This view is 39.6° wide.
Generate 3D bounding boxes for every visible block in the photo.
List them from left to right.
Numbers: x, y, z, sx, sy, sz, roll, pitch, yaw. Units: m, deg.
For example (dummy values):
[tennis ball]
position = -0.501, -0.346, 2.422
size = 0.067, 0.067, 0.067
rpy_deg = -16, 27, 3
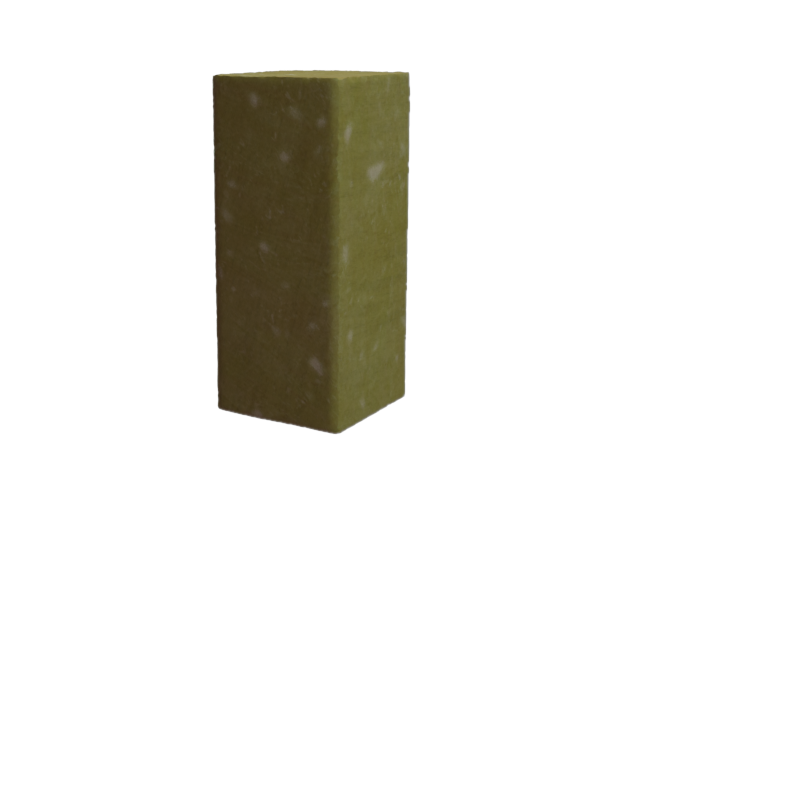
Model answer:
[block]
position = -0.053, -0.097, 0.681
size = 0.094, 0.201, 0.089
rpy_deg = 8, 14, 29
